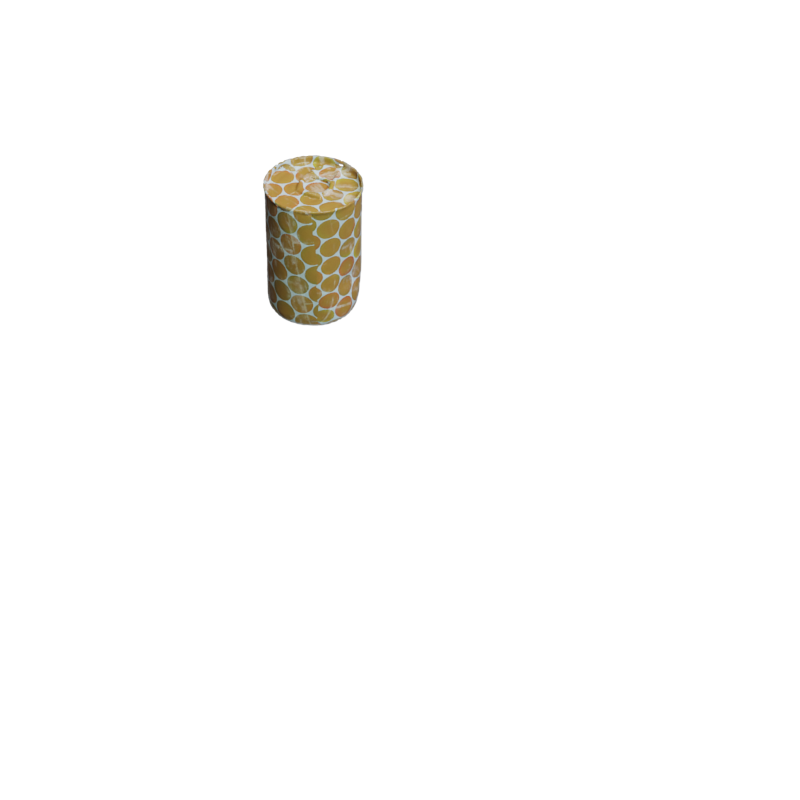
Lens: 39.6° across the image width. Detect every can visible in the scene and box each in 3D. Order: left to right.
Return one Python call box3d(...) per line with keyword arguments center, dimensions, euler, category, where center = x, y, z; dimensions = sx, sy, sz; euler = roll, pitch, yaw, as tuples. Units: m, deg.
box3d(center=(-0.061, -0.111, 0.780), dimensions=(0.068, 0.095, 0.073), euler=(0, 42, -3), category="can")
